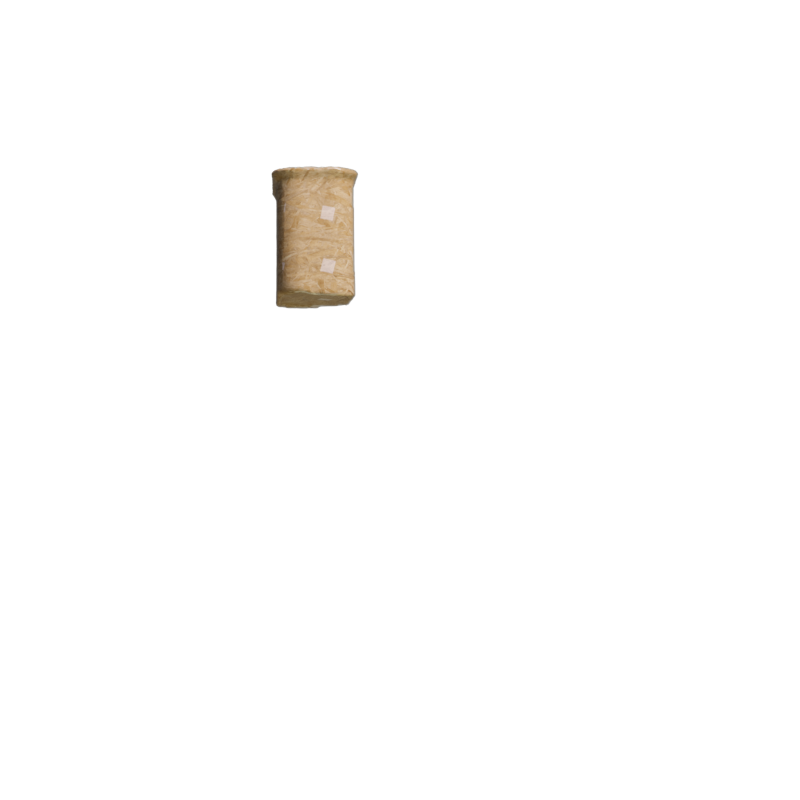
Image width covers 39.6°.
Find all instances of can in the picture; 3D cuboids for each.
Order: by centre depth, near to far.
[{"bbox_3d":[-0.059,-0.108,0.759,0.057,0.085,0.101,0,-4,-5],"label":"can"}]
